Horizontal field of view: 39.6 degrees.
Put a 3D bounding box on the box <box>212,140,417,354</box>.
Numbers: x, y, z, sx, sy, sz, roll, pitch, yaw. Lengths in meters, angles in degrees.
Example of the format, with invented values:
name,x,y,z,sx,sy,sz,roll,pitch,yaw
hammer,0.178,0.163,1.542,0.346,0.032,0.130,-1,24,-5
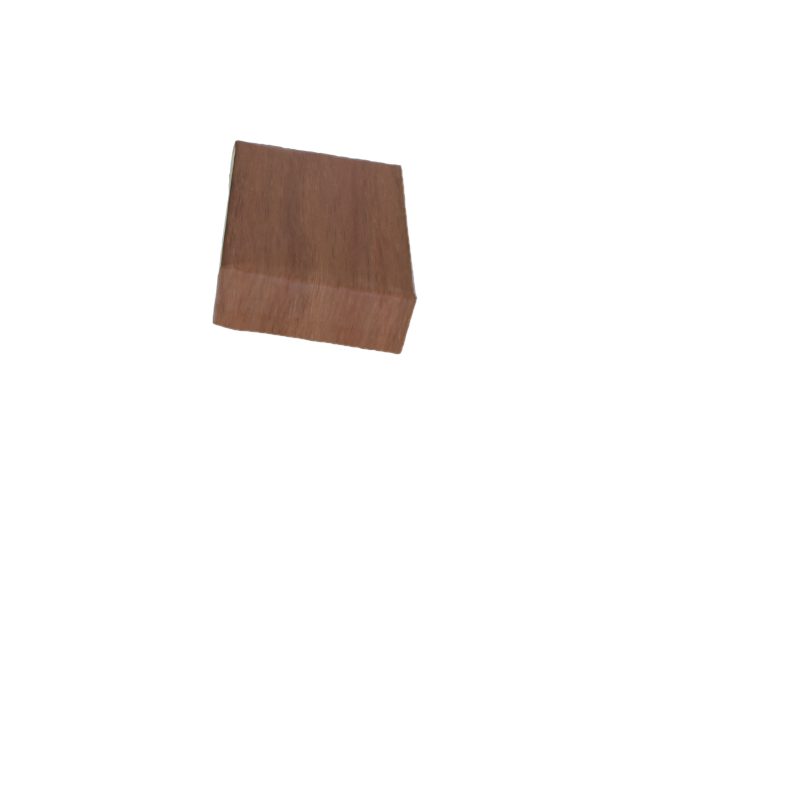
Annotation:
name,x,y,z,sx,sy,sz,roll,pitch,yaw
box,-0.077,-0.141,0.990,0.162,0.068,0.229,7,38,-8
